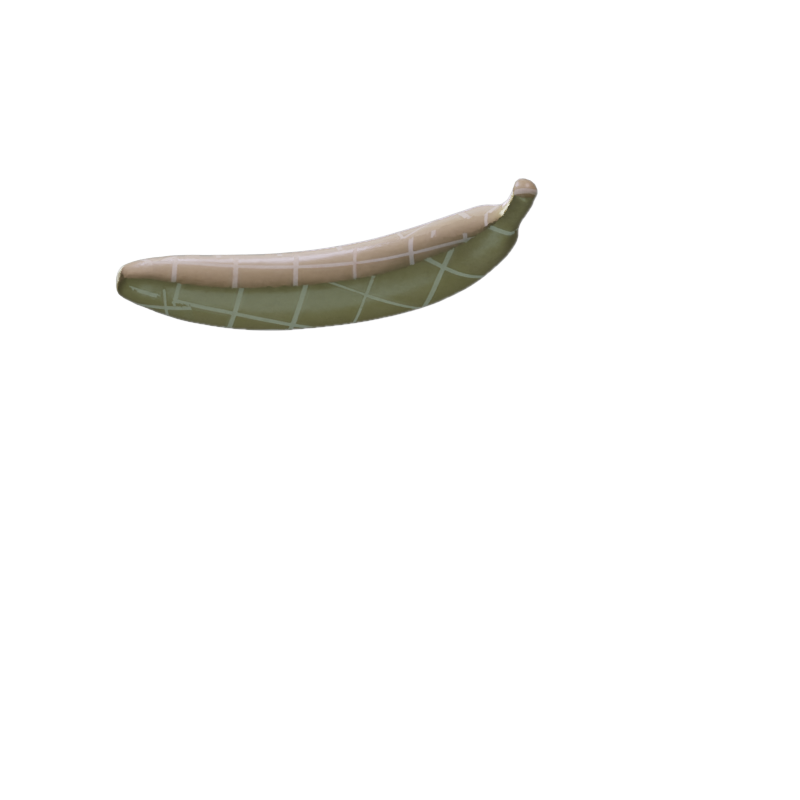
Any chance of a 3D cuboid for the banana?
[{"bbox_3d":[-0.031,-0.062,0.515,0.200,0.039,0.064,-12,-41,14],"label":"banana"}]
